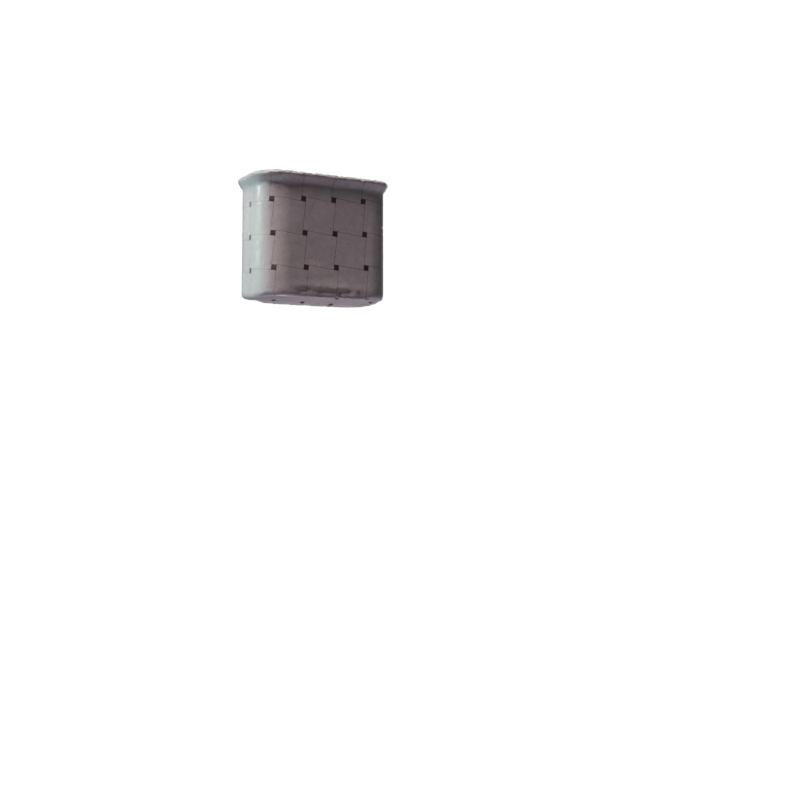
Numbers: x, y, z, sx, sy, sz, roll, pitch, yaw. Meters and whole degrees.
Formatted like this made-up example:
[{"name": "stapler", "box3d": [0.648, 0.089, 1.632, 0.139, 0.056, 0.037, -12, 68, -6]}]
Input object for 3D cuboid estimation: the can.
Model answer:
[{"name": "can", "box3d": [-0.060, -0.109, 0.761, 0.098, 0.085, 0.058, 2, -7, -28]}]
